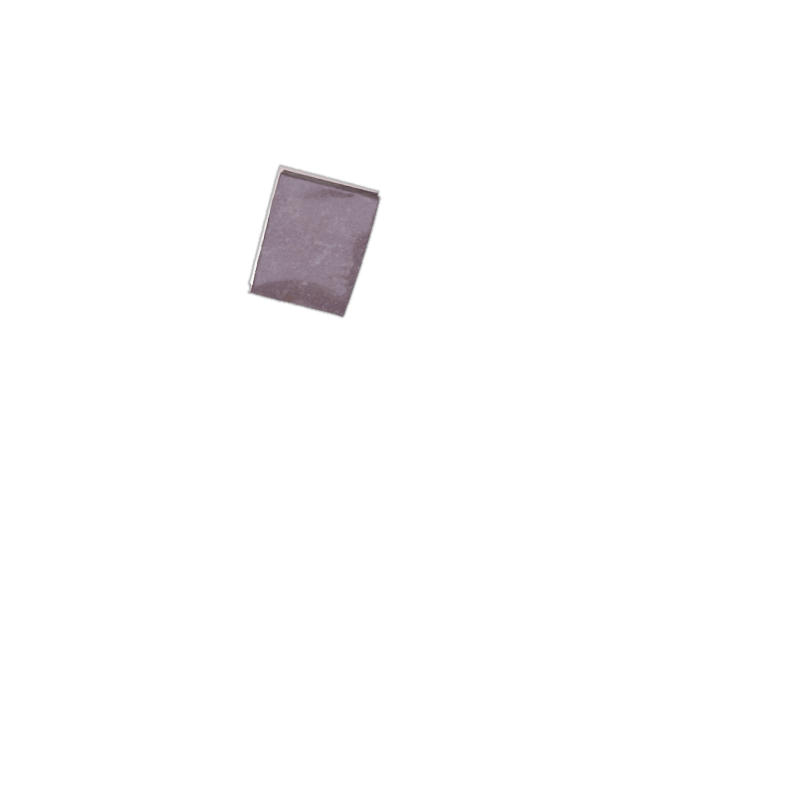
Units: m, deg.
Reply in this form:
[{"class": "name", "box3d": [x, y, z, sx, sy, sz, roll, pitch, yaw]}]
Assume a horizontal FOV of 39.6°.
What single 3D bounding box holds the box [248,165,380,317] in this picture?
[{"class": "box", "box3d": [-0.075, -0.136, 0.956, 0.089, 0.111, 0.040, 15, 12, -4]}]
